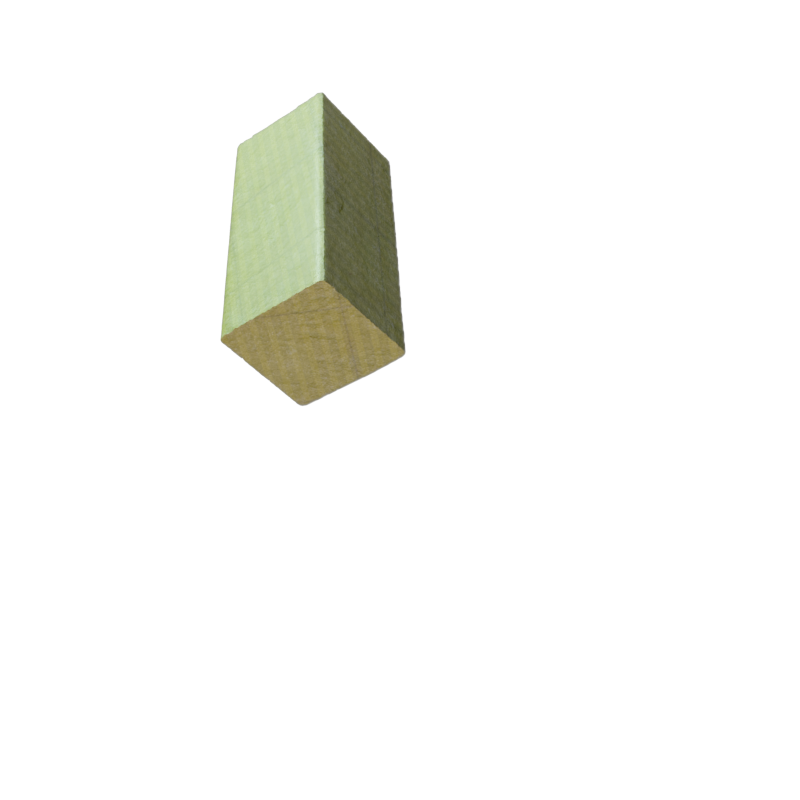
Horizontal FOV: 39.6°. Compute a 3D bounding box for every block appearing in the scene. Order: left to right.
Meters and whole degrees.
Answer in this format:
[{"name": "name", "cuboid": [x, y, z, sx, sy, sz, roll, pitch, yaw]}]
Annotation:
[{"name": "block", "cuboid": [-0.063, -0.113, 0.797, 0.090, 0.221, 0.084, -29, -49, 24]}]
